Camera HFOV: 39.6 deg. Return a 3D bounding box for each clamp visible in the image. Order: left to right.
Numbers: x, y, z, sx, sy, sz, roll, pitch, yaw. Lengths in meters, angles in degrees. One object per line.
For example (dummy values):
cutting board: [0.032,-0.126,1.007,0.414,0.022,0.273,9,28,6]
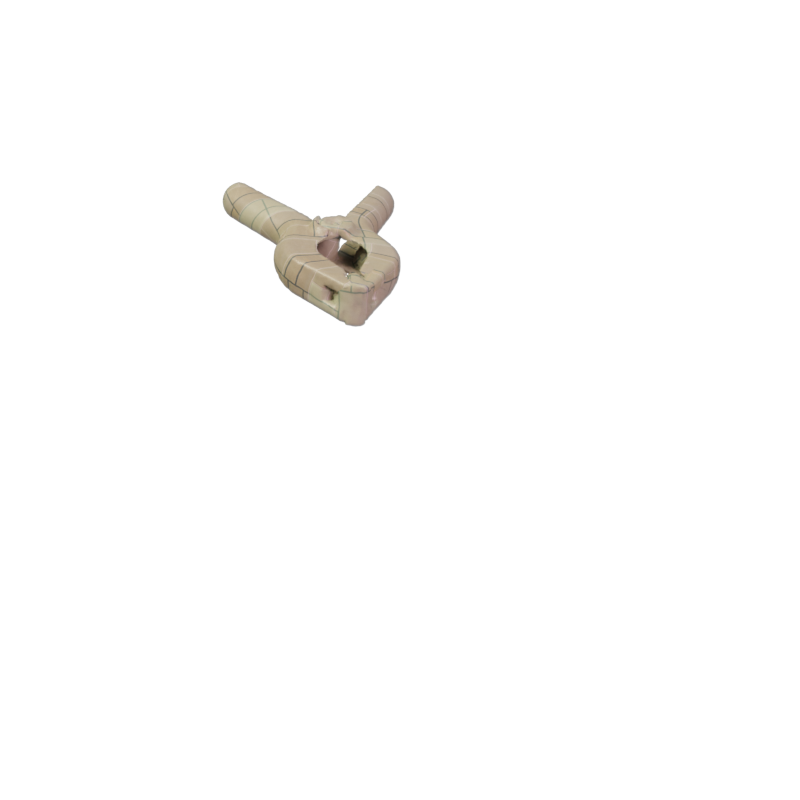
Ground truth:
clamp: [-0.056,-0.102,0.716,0.119,0.037,0.182,-2,29,-5]
